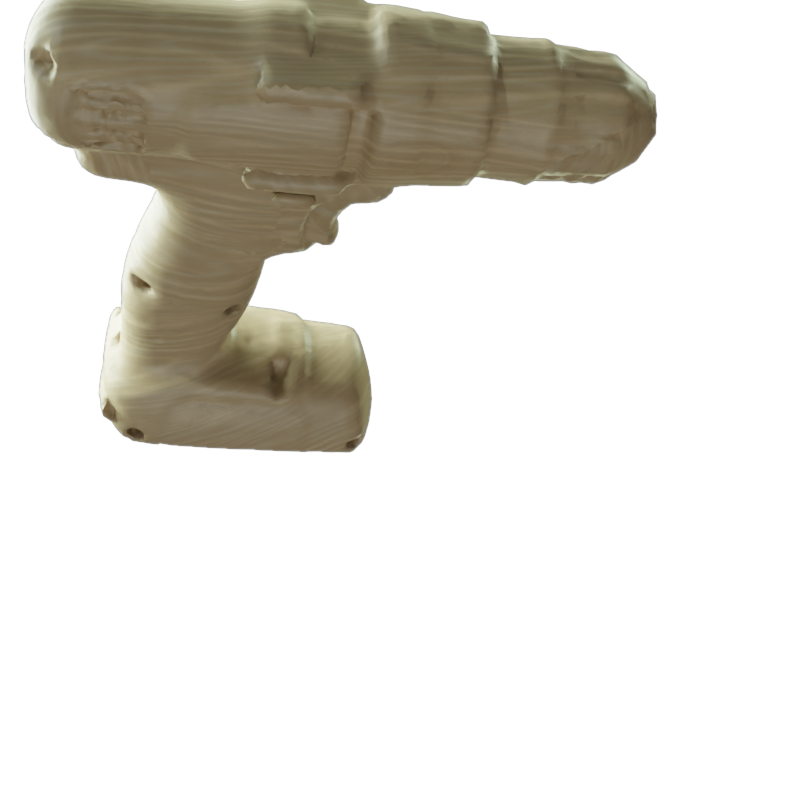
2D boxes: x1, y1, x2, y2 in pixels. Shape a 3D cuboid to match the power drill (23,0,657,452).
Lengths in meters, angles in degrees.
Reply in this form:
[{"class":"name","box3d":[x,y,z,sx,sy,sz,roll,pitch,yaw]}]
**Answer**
[{"class":"power drill","box3d":[-0.029,-0.053,0.373,0.182,0.062,0.177,6,-39,-9]}]
